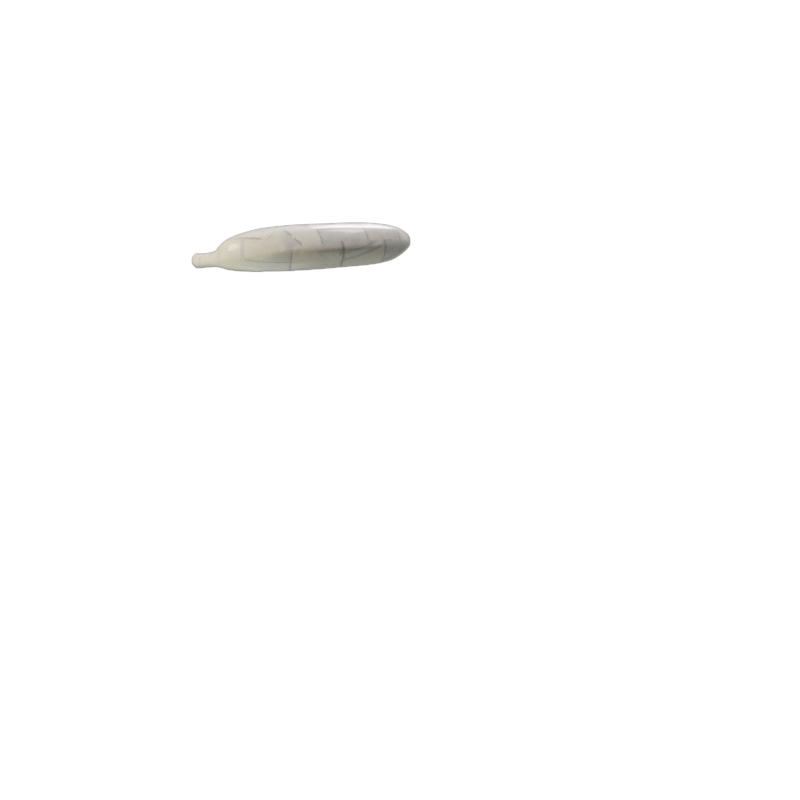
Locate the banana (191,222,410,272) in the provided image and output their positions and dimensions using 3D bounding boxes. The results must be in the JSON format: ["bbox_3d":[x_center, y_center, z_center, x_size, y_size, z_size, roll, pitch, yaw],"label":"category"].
[{"bbox_3d":[-0.067,-0.127,0.905,0.193,0.036,0.073,-7,15,-25],"label":"banana"}]
